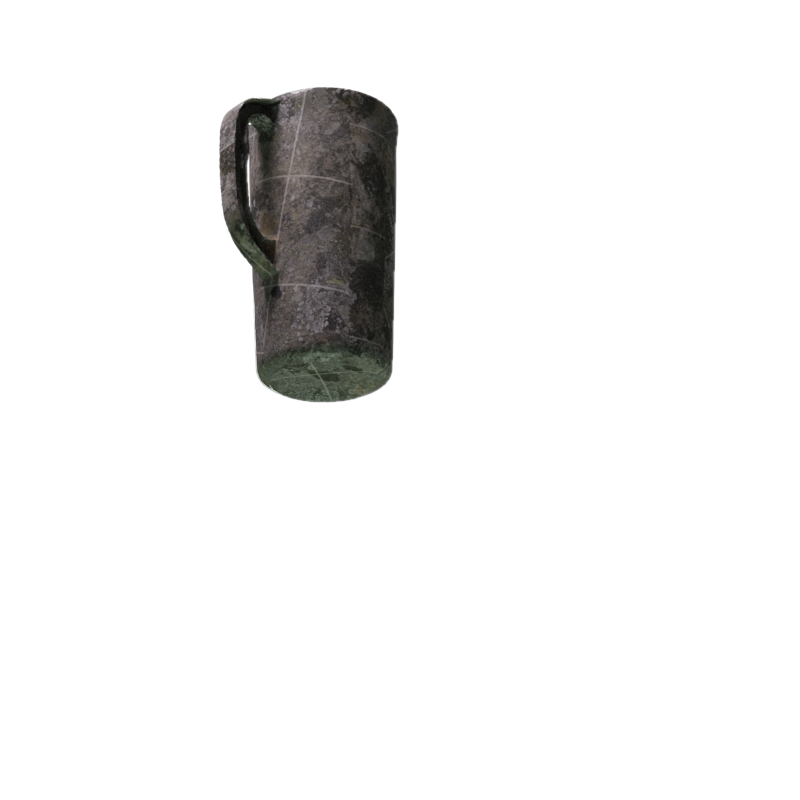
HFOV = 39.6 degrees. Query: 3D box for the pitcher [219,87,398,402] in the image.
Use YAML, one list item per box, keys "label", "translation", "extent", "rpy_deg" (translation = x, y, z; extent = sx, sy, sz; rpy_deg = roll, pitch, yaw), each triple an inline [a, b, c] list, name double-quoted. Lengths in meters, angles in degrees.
- label: "pitcher"
  translation: [-0.072, -0.131, 0.916]
  extent: [0.149, 0.257, 0.137]
  rpy_deg: [-1, -26, -1]
